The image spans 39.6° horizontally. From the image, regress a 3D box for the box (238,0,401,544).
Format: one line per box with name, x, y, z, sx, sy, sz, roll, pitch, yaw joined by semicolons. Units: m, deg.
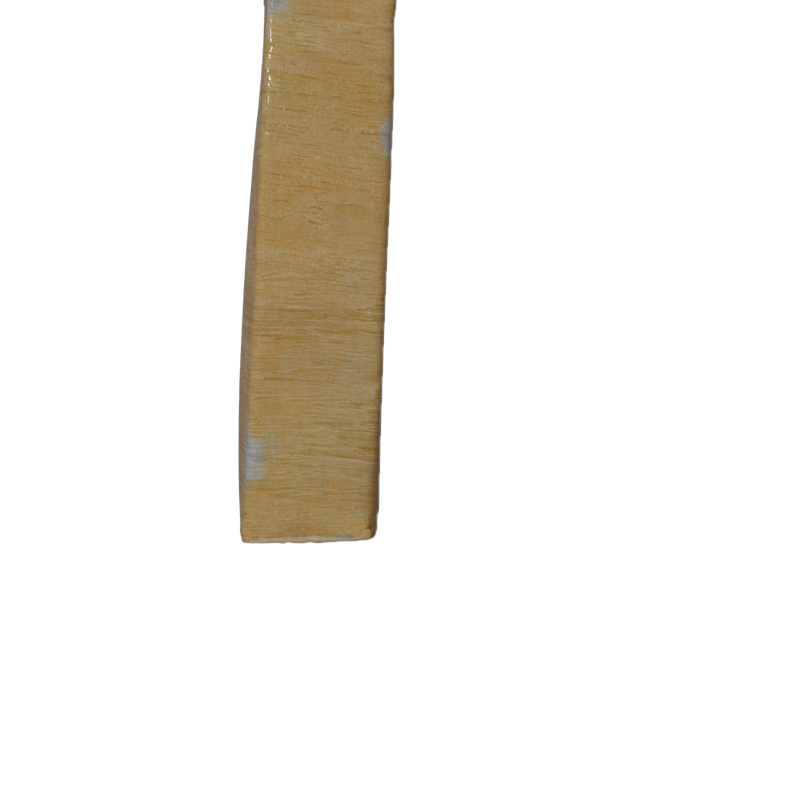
box;-0.029;-0.052;0.363;0.048;0.176;0.094;0;1;-7
